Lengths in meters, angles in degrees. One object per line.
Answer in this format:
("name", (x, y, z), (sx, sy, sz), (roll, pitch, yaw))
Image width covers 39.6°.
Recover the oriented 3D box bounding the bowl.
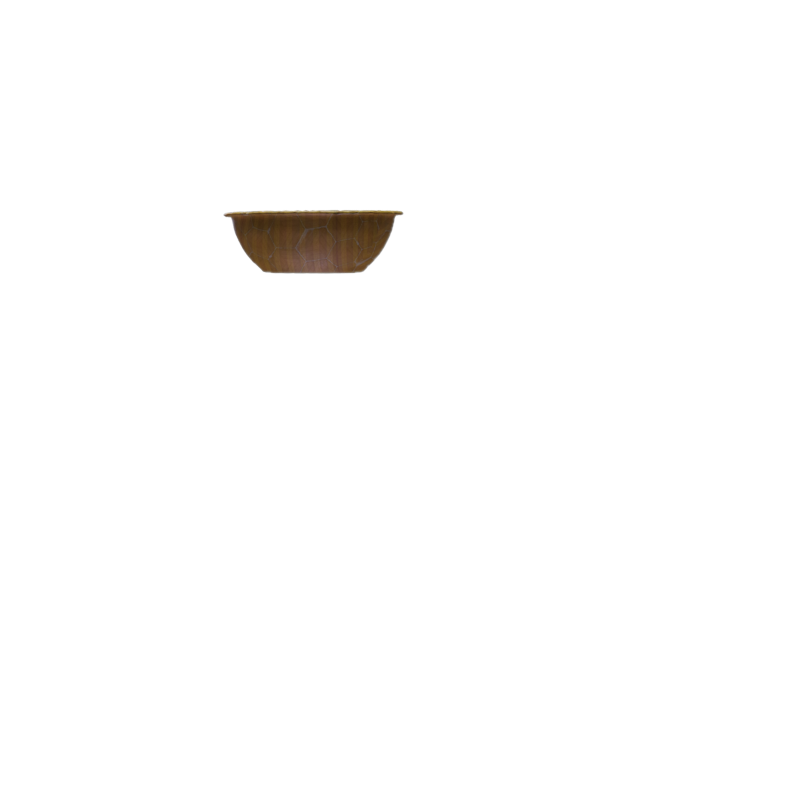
("bowl", (-0.078, -0.143, 0.999), (0.162, 0.055, 0.164), (0, 8, -2))
